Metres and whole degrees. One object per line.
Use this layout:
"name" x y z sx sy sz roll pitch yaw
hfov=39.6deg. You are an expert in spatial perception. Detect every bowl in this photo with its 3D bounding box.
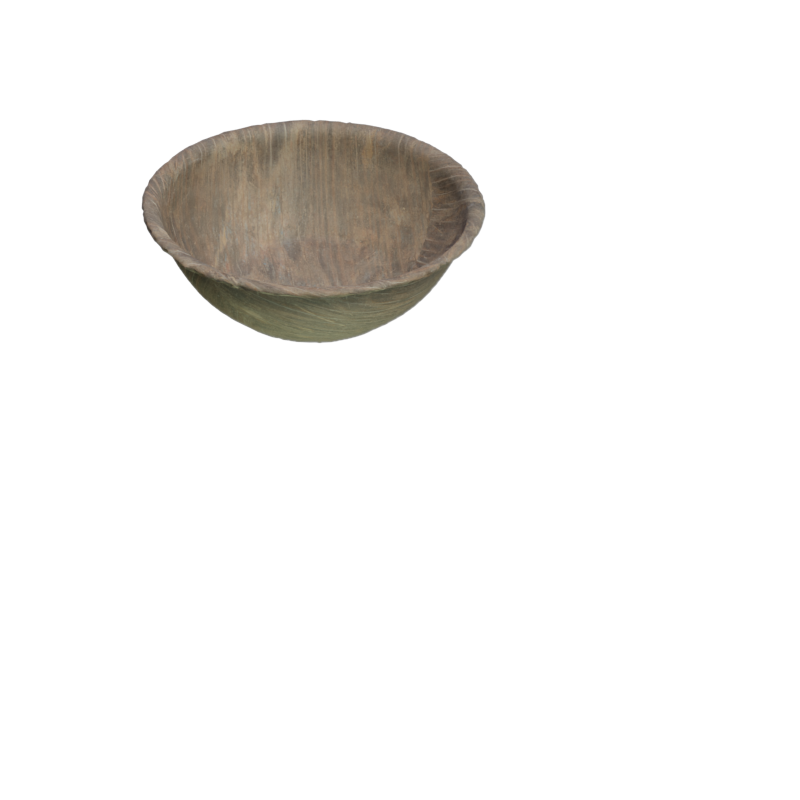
"bowl" -0.042 -0.077 0.538 0.162 0.051 0.173 -1 38 -2
